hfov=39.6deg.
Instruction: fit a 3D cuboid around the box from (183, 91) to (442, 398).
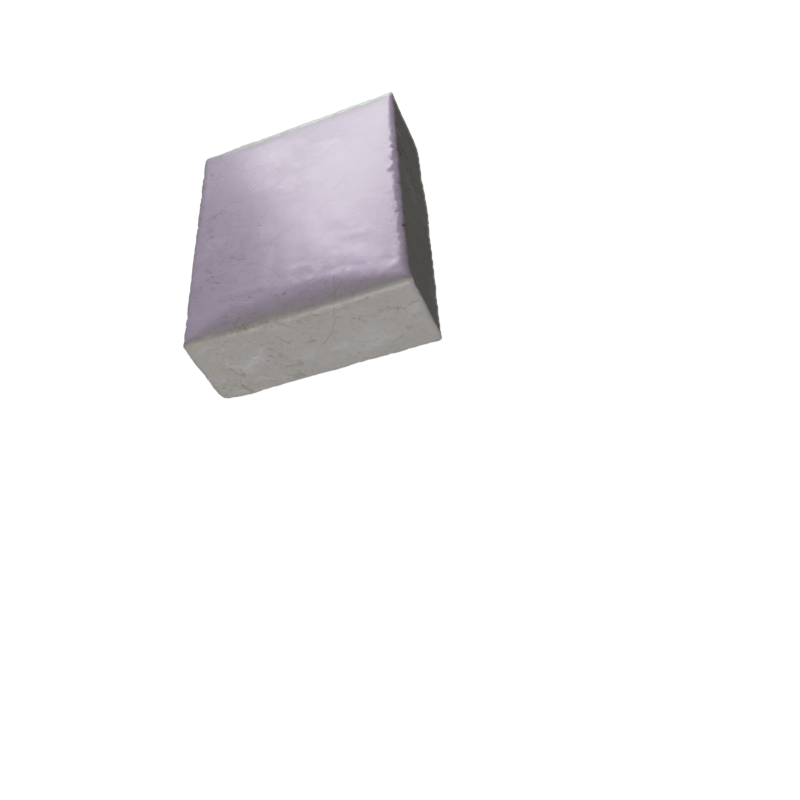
[{"bbox_3d":[-0.064,-0.116,0.812,0.165,0.230,0.066,-17,-47,13],"label":"box"}]
